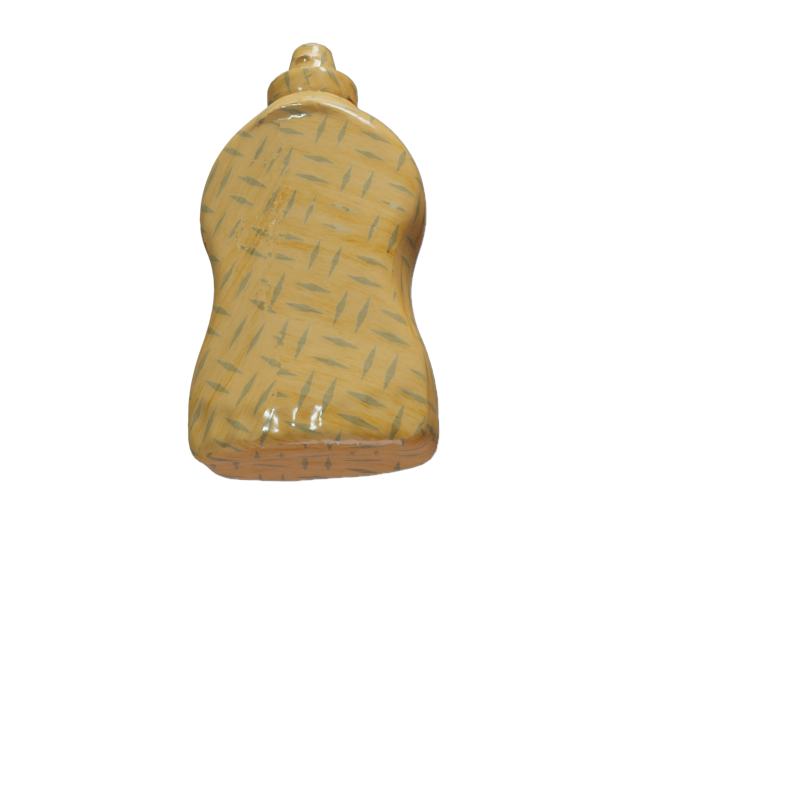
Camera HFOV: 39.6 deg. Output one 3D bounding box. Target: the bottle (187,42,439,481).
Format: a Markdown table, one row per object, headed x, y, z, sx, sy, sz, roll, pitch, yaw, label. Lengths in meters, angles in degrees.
| x | y | z | sx | sy | sz | roll | pitch | yaw | label |
| --- | --- | --- | --- | --- | --- | --- | --- | --- | --- |
| -0.037 | -0.067 | 0.467 | 0.097 | 0.202 | 0.054 | -7 | -25 | 13 | bottle |
